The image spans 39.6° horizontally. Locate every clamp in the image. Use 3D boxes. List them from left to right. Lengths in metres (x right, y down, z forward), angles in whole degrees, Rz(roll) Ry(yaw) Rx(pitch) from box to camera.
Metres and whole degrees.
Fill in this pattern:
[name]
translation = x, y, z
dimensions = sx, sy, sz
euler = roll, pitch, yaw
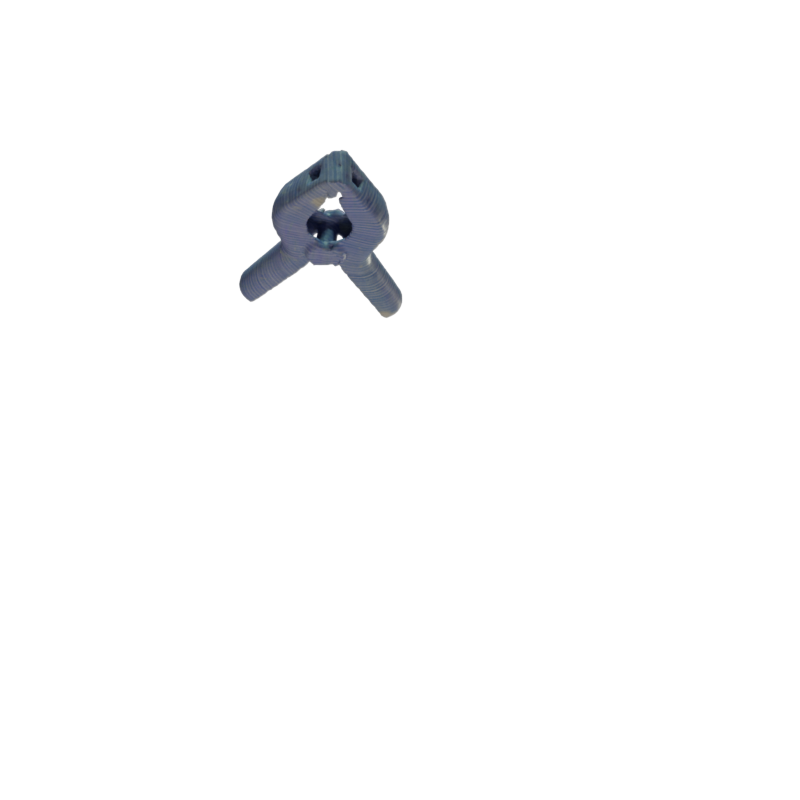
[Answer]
[clamp]
translation = -0.060, -0.110, 0.772
dimensions = 0.120, 0.042, 0.160
euler = -2, -32, 2
